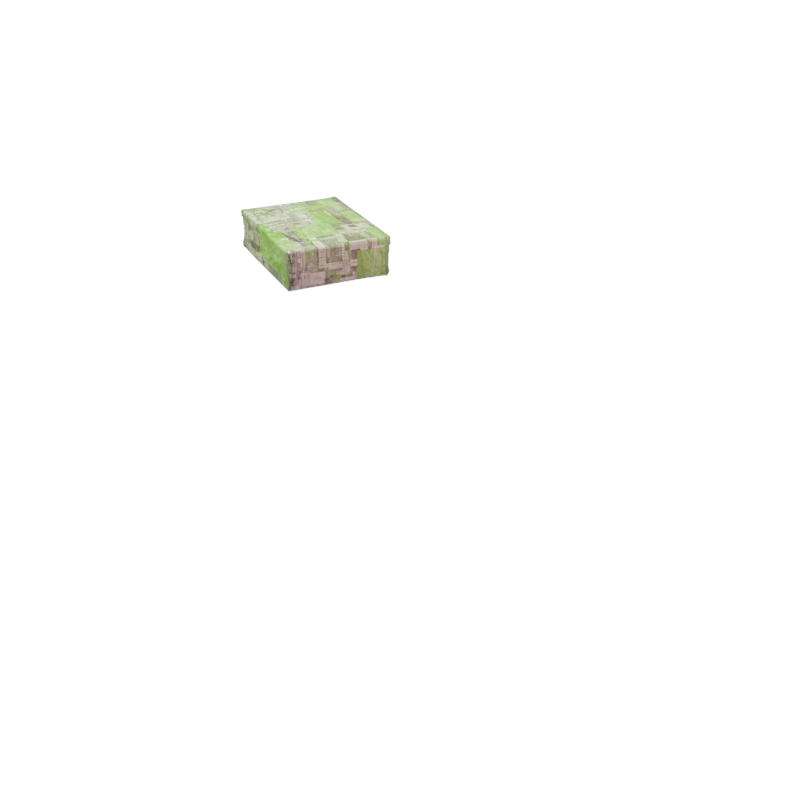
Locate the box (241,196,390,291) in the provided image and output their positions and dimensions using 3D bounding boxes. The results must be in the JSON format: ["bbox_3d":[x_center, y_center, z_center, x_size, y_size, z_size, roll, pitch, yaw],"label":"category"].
[{"bbox_3d":[-0.072,-0.132,0.922,0.088,0.037,0.121,-11,28,-23],"label":"box"}]
